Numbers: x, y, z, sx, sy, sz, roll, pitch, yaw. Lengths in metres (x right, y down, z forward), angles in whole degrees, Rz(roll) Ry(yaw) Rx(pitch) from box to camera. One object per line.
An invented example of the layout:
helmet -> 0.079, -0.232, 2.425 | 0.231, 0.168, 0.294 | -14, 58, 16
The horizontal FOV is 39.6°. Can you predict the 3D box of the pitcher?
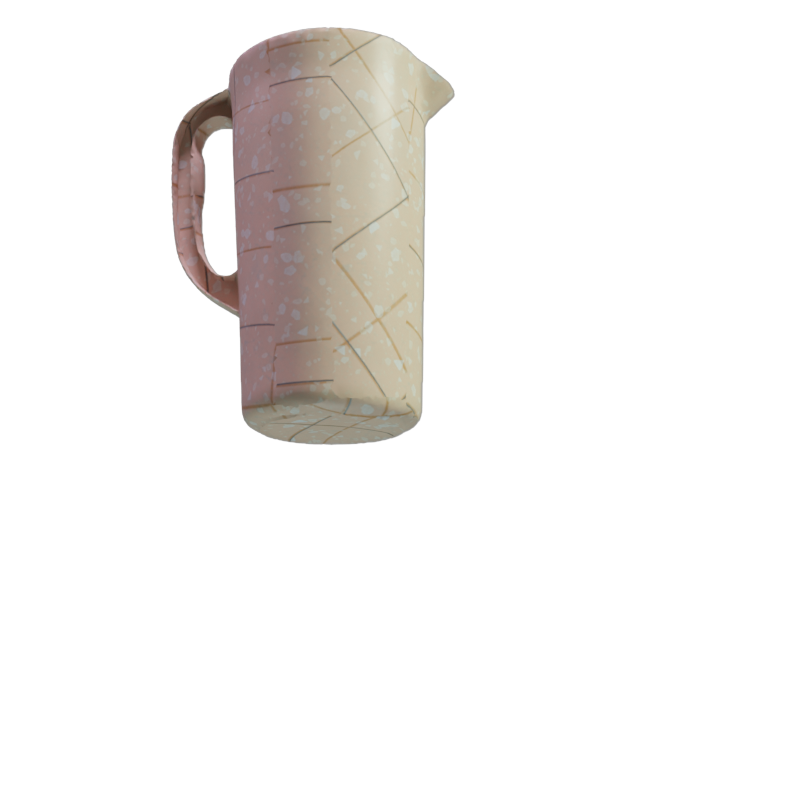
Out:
pitcher -> -0.055, -0.100, 0.703 | 0.138, 0.254, 0.150 | 12, -23, -34
